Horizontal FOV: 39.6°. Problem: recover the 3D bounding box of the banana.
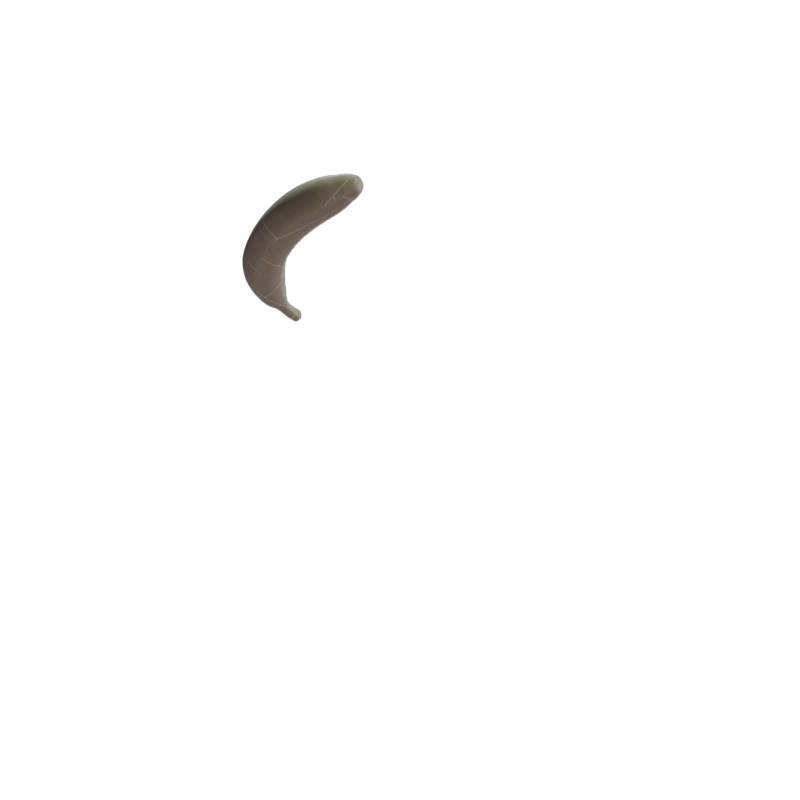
[{"bbox_3d":[-0.092,-0.134,0.931,0.068,0.039,0.190,10,-32,-17],"label":"banana"}]
